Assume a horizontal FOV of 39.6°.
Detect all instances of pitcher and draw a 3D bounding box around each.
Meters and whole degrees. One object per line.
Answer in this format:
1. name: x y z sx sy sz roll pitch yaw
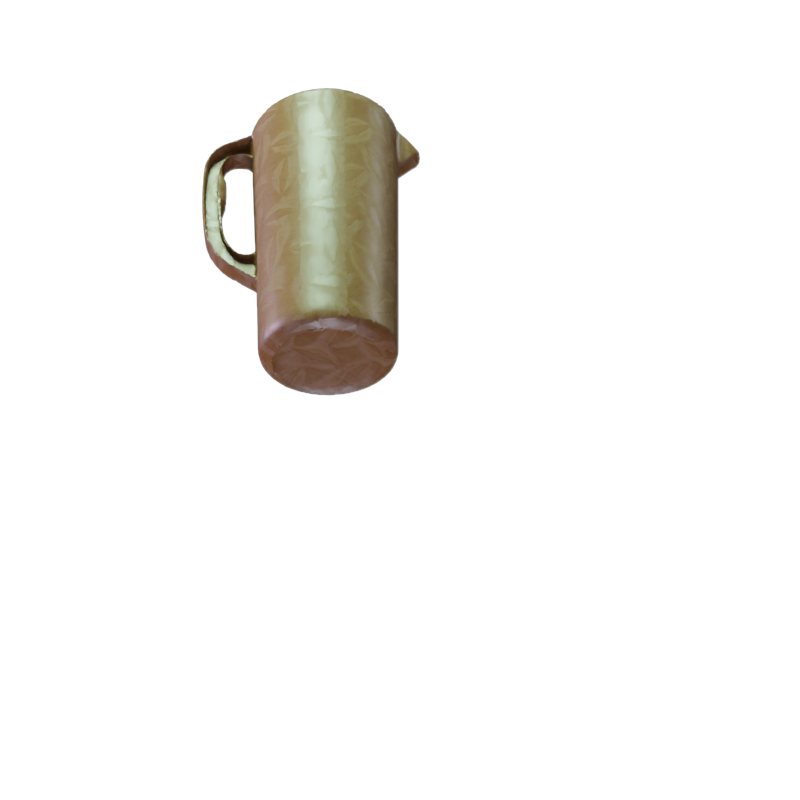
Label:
1. pitcher: -0.072 -0.131 0.917 0.149 0.260 0.135 -29 -44 31
